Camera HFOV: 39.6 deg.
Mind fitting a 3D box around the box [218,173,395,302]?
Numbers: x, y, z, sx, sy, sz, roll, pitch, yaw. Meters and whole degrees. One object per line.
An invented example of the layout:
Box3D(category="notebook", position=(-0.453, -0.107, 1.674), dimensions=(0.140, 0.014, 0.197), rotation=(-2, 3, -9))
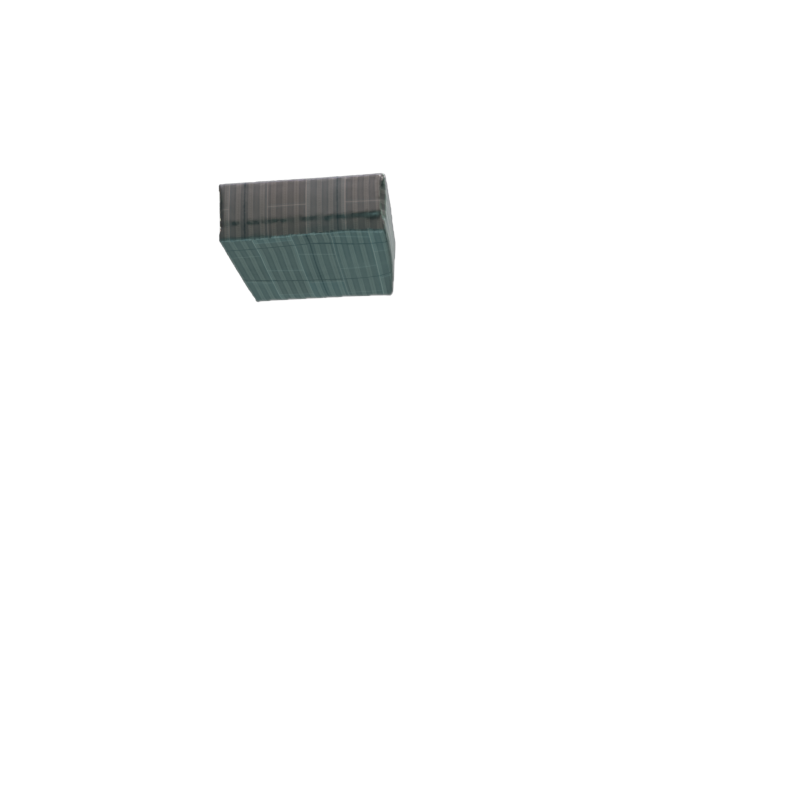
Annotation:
Box3D(category="box", position=(-0.049, -0.090, 0.632), dimensions=(0.090, 0.041, 0.108), rotation=(-1, -16, 4))
